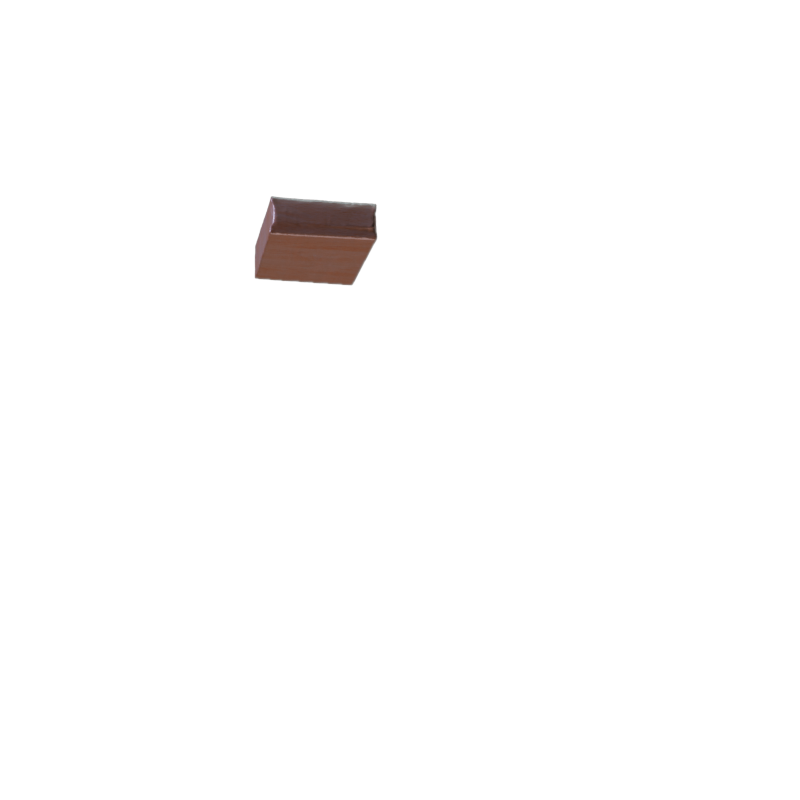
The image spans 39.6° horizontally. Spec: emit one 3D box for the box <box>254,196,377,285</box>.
[{"bbox_3d":[-0.060,-0.110,0.769,0.072,0.032,0.086,3,-17,-11],"label":"box"}]
